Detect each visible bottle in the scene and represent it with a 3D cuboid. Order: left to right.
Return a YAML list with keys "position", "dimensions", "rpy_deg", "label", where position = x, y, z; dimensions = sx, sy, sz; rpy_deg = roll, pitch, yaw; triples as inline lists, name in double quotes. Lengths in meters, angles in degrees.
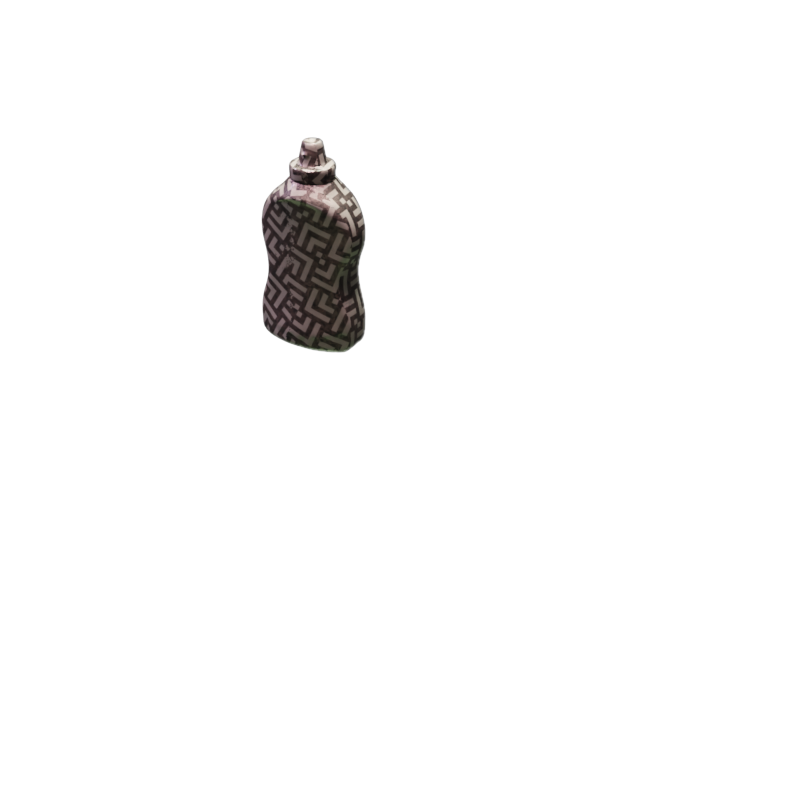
- position: [-0.078, -0.141, 0.990]
  dimensions: [0.101, 0.181, 0.059]
  rpy_deg: [17, 30, 28]
  label: "bottle"
